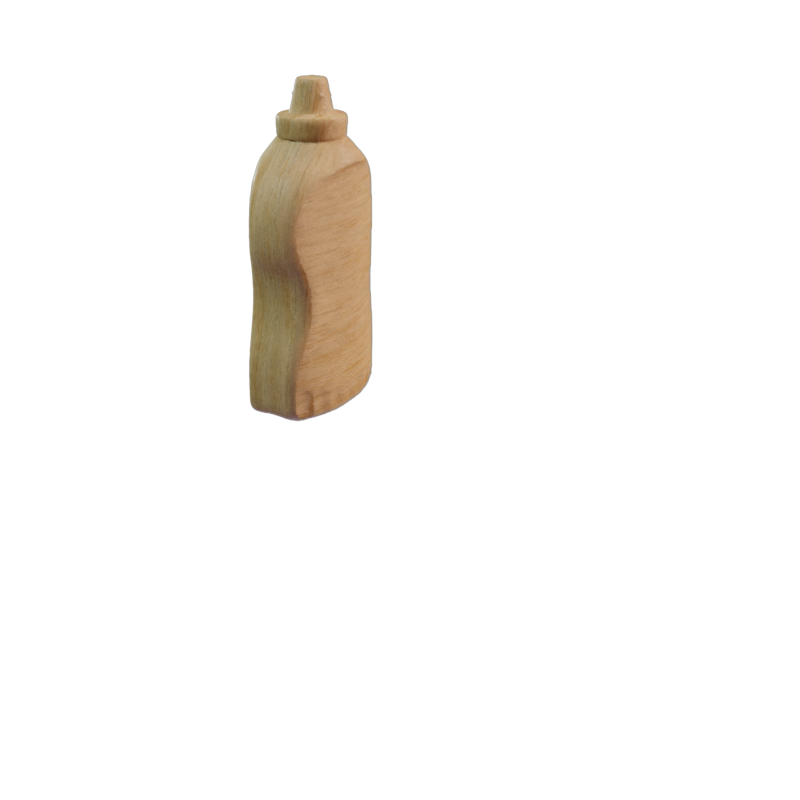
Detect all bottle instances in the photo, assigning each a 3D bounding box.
[{"bbox_3d":[-0.051,-0.092,0.645,0.061,0.184,0.096,11,21,28],"label":"bottle"}]
